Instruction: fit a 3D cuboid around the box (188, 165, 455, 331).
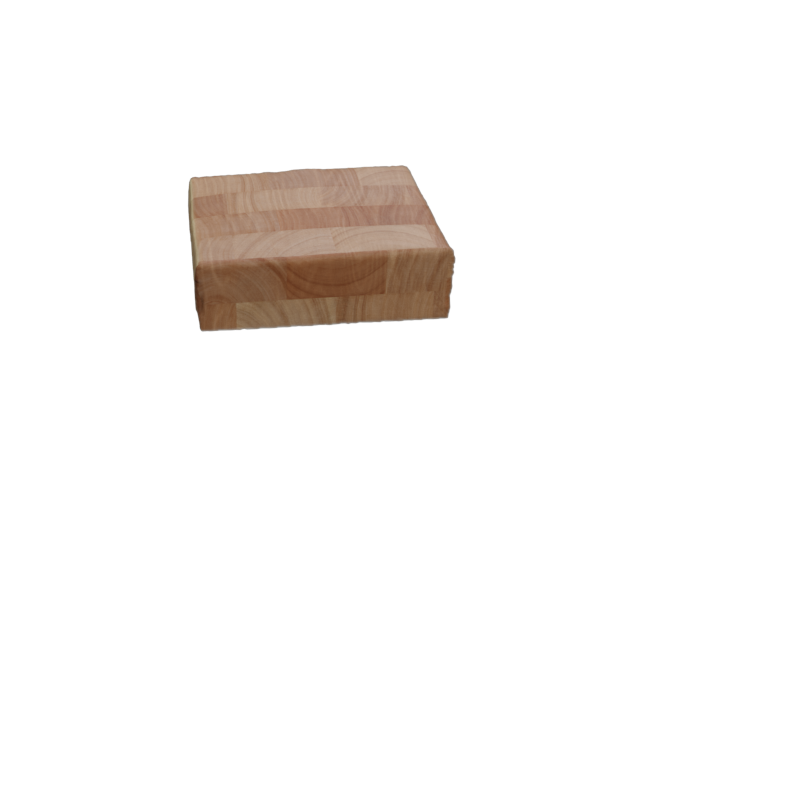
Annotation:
[{"bbox_3d":[-0.032,-0.058,0.405,0.088,0.028,0.078,-5,33,-8],"label":"box"}]
